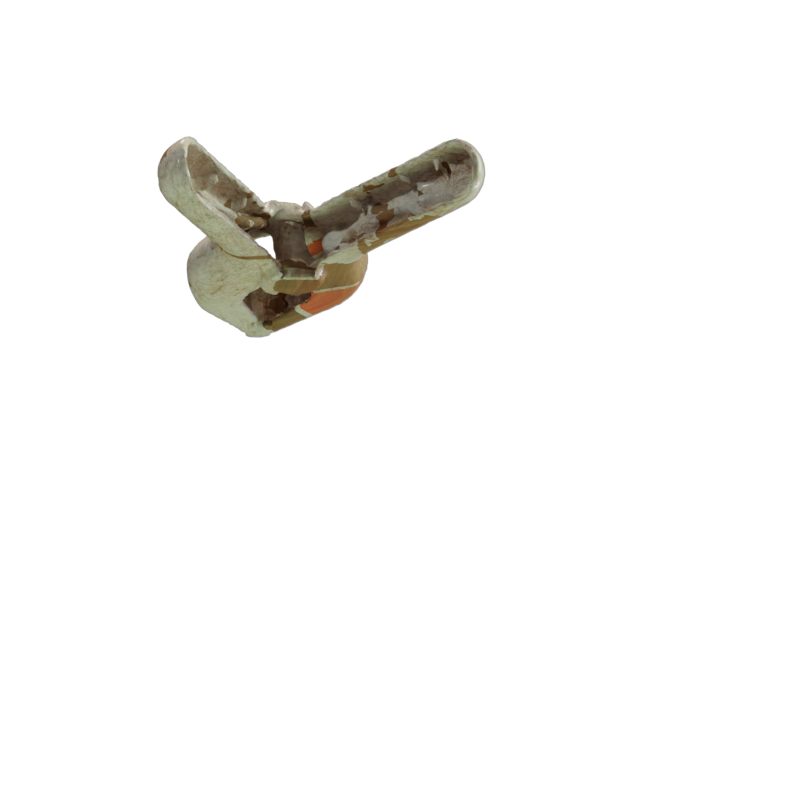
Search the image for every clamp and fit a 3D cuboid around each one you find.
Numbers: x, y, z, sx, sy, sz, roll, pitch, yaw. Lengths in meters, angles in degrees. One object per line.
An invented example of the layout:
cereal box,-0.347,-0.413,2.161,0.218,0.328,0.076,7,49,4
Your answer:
clamp,-0.036,-0.066,0.462,0.119,0.041,0.166,1,-13,-7
